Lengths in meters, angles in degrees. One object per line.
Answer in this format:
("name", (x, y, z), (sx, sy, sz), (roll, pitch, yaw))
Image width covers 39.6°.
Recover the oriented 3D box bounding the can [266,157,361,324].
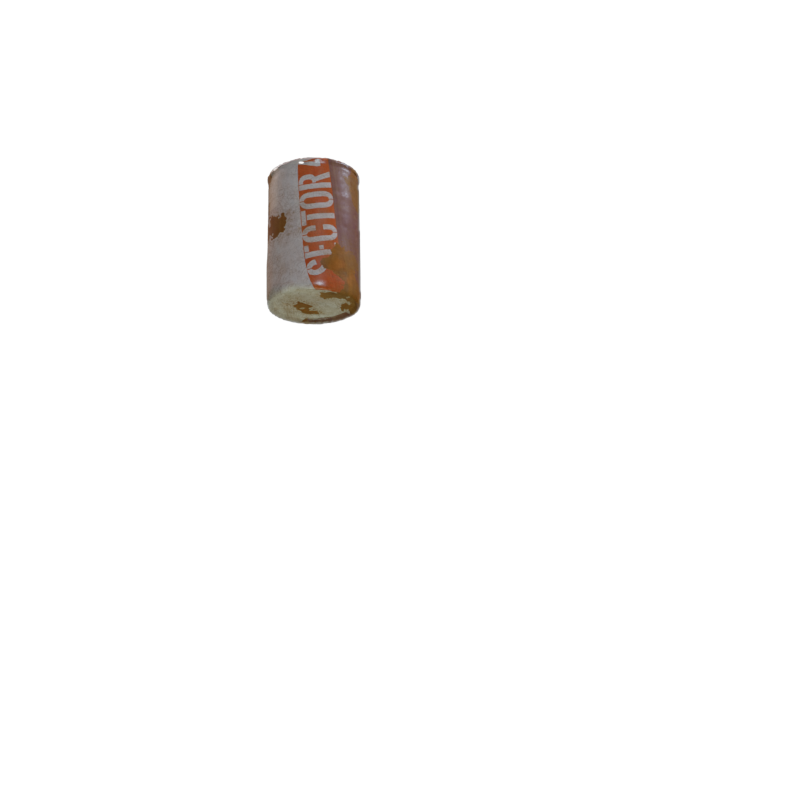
("can", (-0.062, -0.113, 0.795), (0.068, 0.108, 0.065), (0, -24, -2))
